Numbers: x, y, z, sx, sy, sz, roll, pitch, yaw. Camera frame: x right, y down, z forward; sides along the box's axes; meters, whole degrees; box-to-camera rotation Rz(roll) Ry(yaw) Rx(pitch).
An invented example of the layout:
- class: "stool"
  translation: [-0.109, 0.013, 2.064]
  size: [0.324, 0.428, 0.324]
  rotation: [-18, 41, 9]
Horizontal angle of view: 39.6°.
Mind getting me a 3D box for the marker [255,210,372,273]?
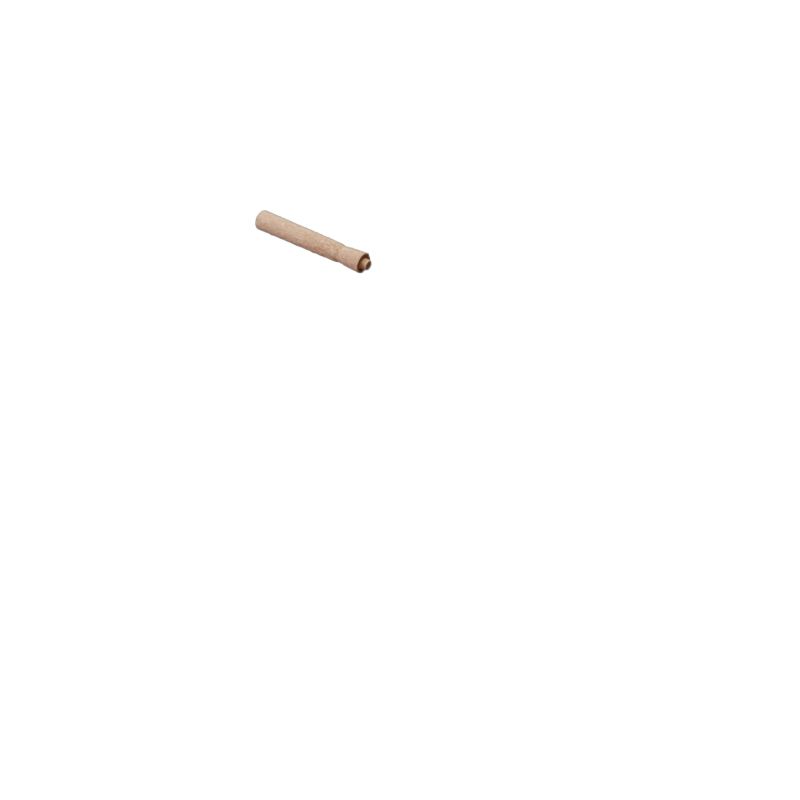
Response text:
- class: "marker"
  translation: [-0.076, -0.138, 0.966]
  size: [0.128, 0.019, 0.019]
  rotation: [27, 17, 31]
